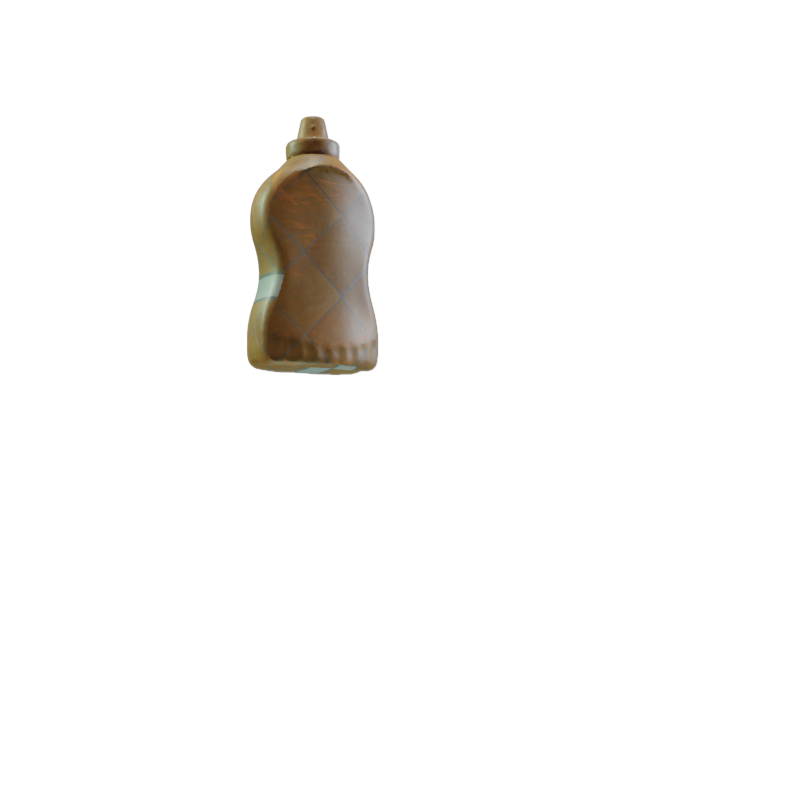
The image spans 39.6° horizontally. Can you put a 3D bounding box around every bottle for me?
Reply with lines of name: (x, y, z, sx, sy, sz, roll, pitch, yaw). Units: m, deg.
bottle: (-0.065, -0.117, 0.822, 0.092, 0.197, 0.059, 5, -13, -27)
